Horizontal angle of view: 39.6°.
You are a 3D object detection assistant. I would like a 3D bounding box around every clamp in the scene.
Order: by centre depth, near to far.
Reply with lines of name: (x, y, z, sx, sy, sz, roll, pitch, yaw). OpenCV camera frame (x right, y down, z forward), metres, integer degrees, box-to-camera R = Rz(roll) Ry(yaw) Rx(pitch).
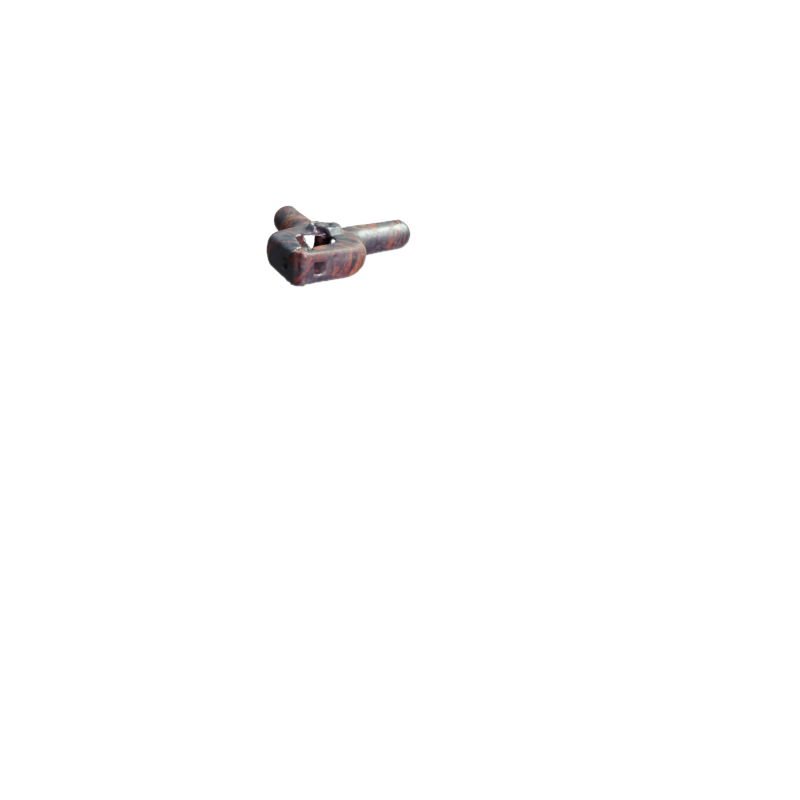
clamp: (-0.072, -0.130, 0.913, 0.124, 0.038, 0.172, 6, 18, 19)
